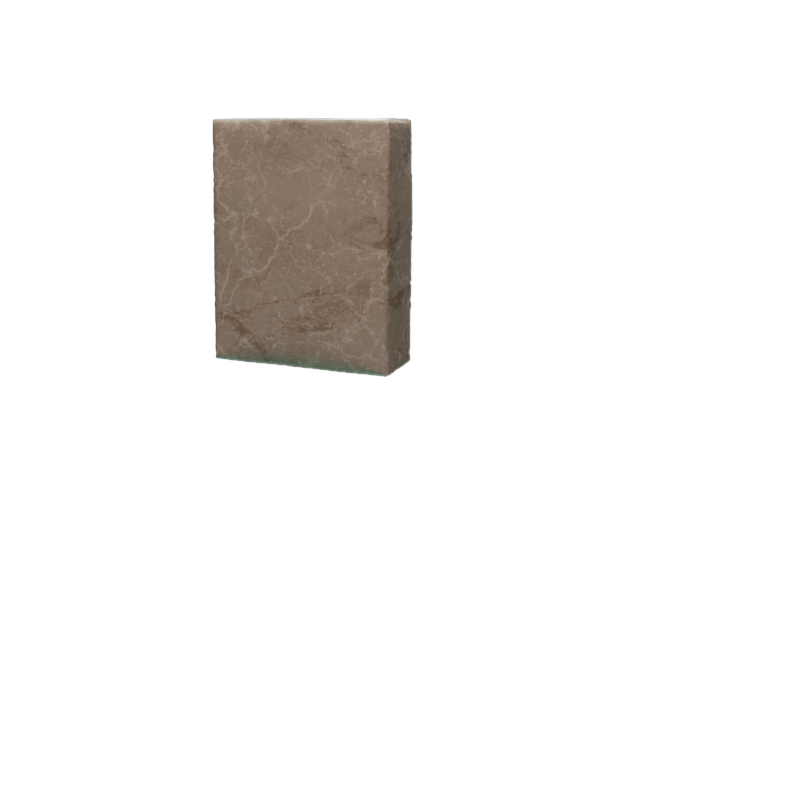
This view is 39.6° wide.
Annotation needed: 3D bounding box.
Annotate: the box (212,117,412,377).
[{"bbox_3d":[-0.075,-0.137,0.962,0.169,0.210,0.071,5,9,23],"label":"box"}]
